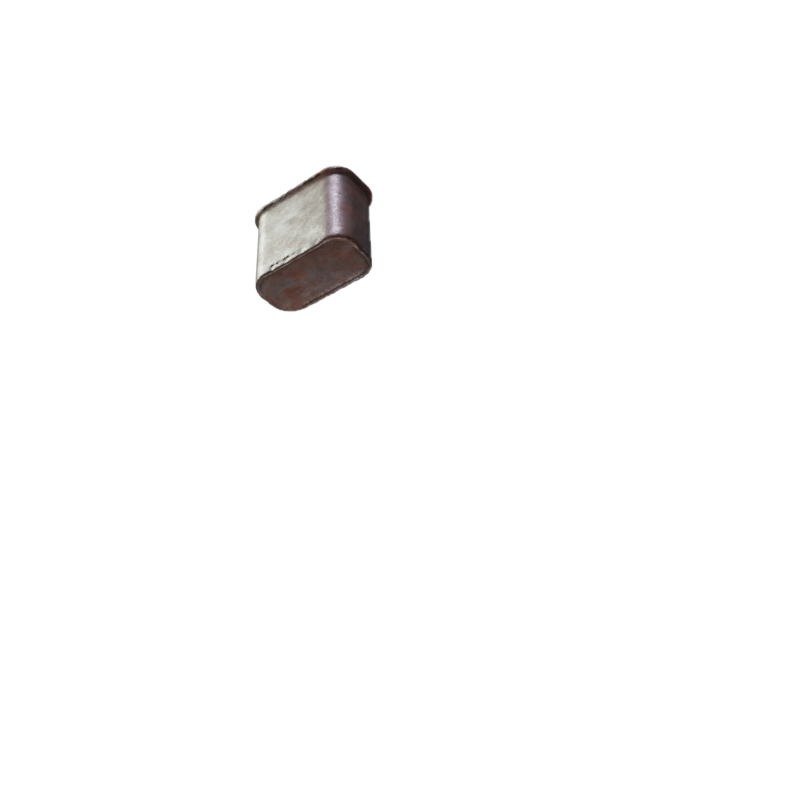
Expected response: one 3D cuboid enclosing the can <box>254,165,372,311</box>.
[{"bbox_3d":[-0.071,-0.129,0.907,0.102,0.090,0.053,-27,-48,25],"label":"can"}]
